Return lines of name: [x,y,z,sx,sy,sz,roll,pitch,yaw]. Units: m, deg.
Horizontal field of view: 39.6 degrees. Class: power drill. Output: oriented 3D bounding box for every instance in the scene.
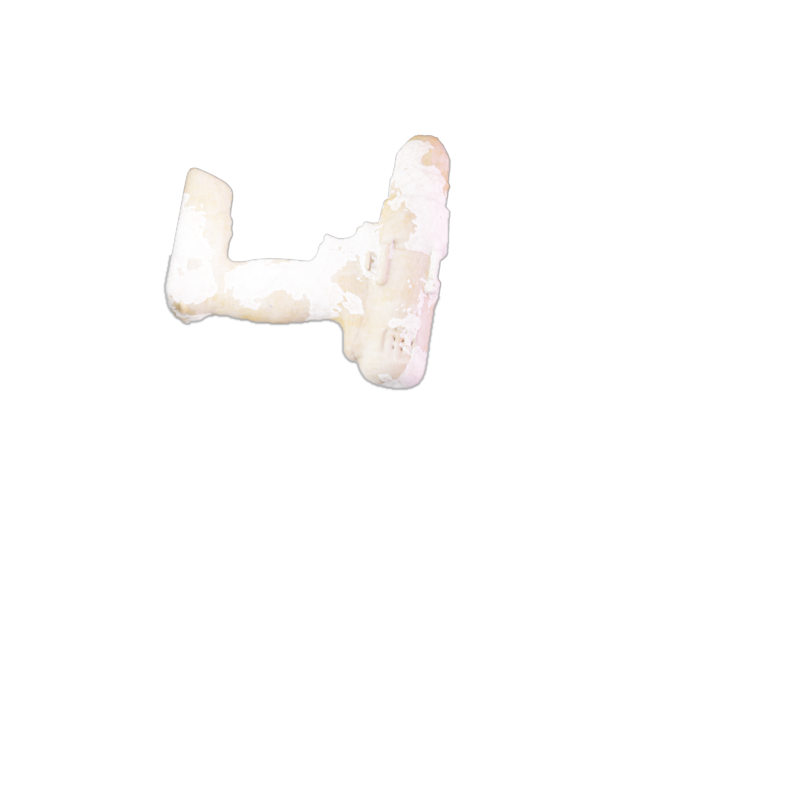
power drill: [-0.060,-0.110,0.772,0.188,0.192,0.055,8,-19,2]
